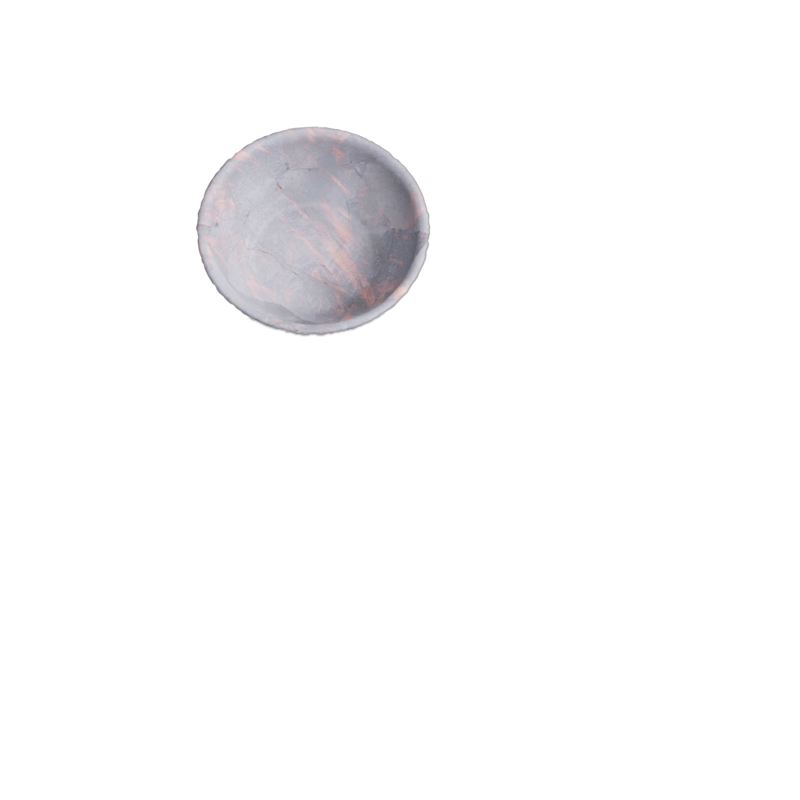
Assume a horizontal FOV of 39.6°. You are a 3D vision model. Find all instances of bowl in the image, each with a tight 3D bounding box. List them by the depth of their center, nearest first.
[{"bbox_3d":[-0.062,-0.113,0.790,0.162,0.171,0.052,-1,-24,-1],"label":"bowl"}]
